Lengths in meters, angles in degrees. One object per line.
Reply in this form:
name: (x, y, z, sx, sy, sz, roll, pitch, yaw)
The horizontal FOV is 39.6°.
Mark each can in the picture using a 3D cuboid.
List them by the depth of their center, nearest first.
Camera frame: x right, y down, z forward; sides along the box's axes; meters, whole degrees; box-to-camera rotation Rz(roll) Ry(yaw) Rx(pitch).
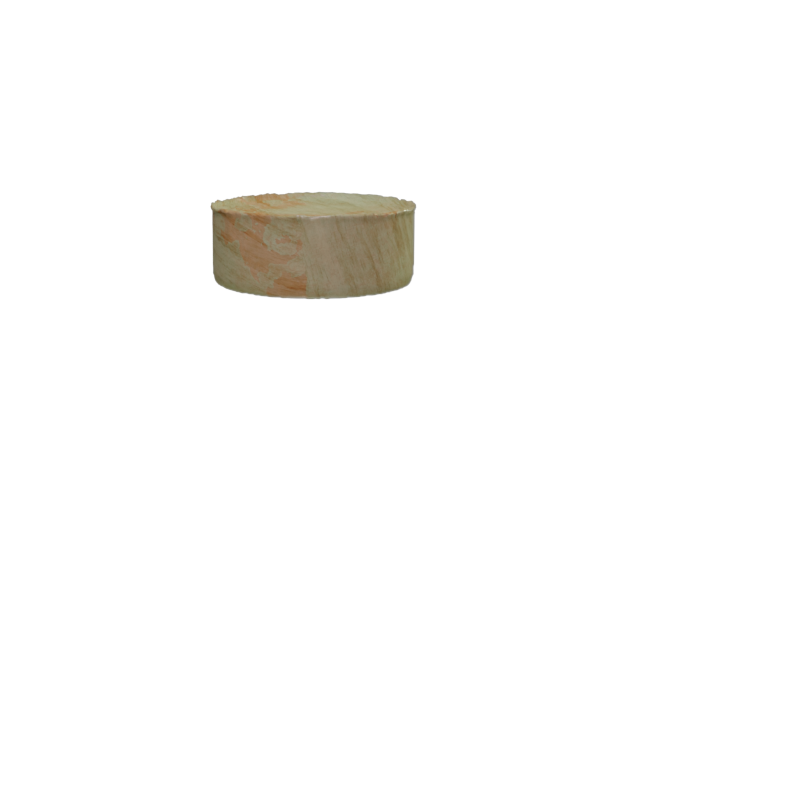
can: (-0.036, -0.066, 0.465, 0.086, 0.033, 0.089, 0, 15, -2)
